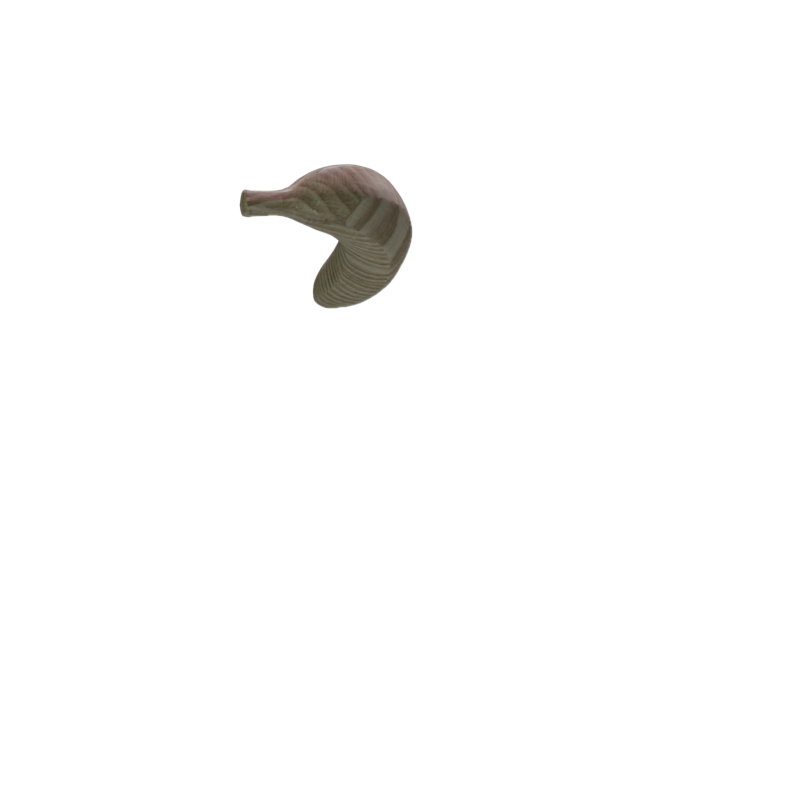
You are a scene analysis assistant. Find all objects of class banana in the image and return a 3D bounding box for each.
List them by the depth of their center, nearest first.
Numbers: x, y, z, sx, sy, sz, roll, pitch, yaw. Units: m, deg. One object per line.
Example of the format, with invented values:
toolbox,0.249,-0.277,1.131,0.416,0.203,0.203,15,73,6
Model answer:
banana,-0.028,-0.084,0.574,0.070,0.038,0.189,-2,-10,7
